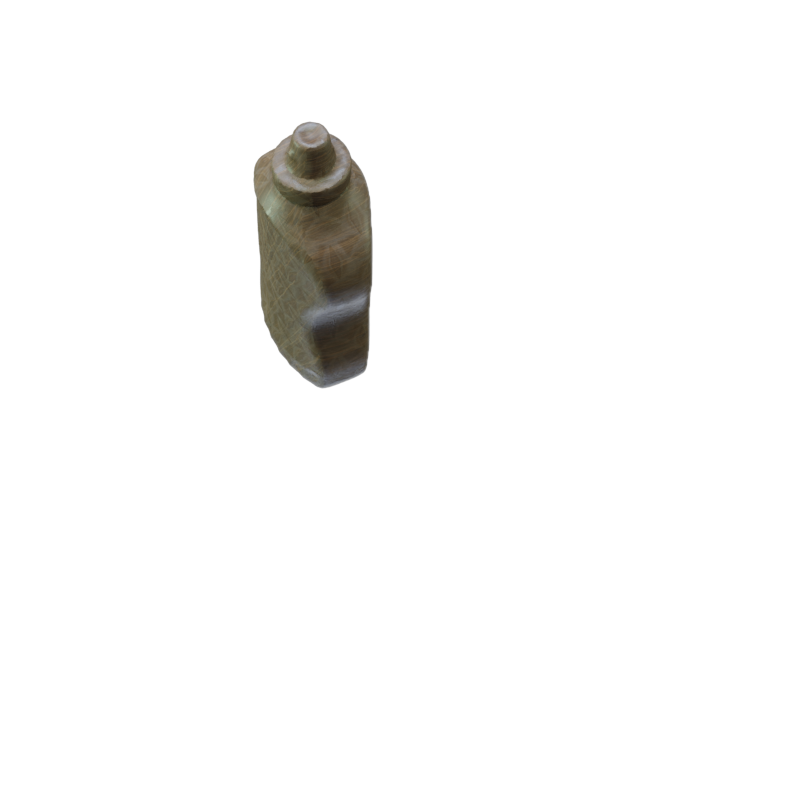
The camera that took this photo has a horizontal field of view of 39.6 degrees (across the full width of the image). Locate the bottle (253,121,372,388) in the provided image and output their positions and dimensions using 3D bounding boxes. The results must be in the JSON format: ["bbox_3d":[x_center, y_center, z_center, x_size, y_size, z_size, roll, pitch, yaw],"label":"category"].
[{"bbox_3d":[-0.049,-0.089,0.622,0.058,0.103,0.180,-19,-26,-13],"label":"bottle"}]
